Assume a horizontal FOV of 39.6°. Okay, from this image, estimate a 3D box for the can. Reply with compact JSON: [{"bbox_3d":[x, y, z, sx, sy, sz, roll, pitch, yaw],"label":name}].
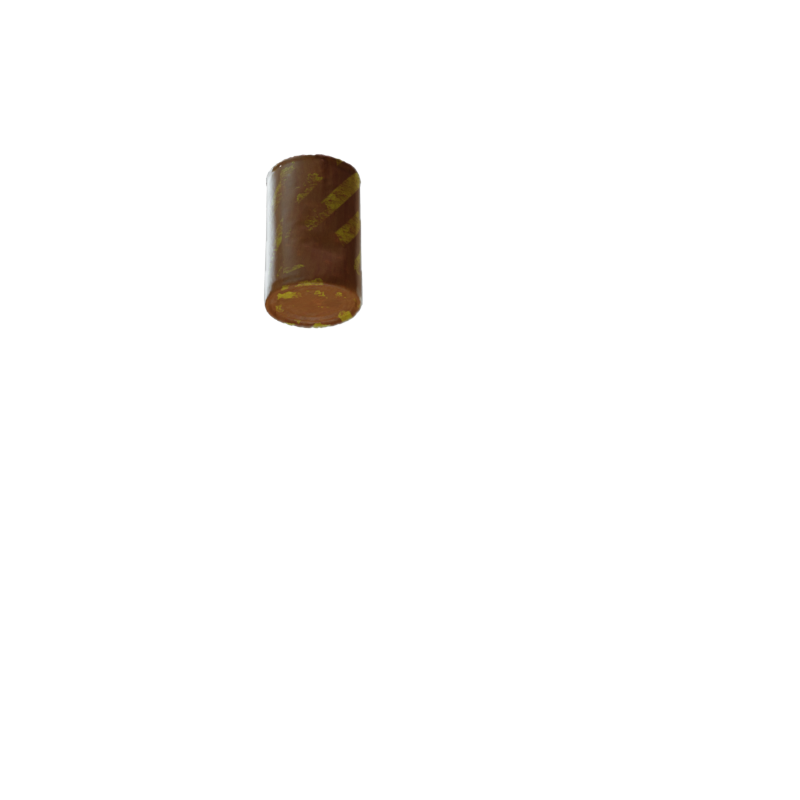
[{"bbox_3d":[-0.060,-0.110,0.768,0.068,0.109,0.065,0,-28,-2],"label":"can"}]
